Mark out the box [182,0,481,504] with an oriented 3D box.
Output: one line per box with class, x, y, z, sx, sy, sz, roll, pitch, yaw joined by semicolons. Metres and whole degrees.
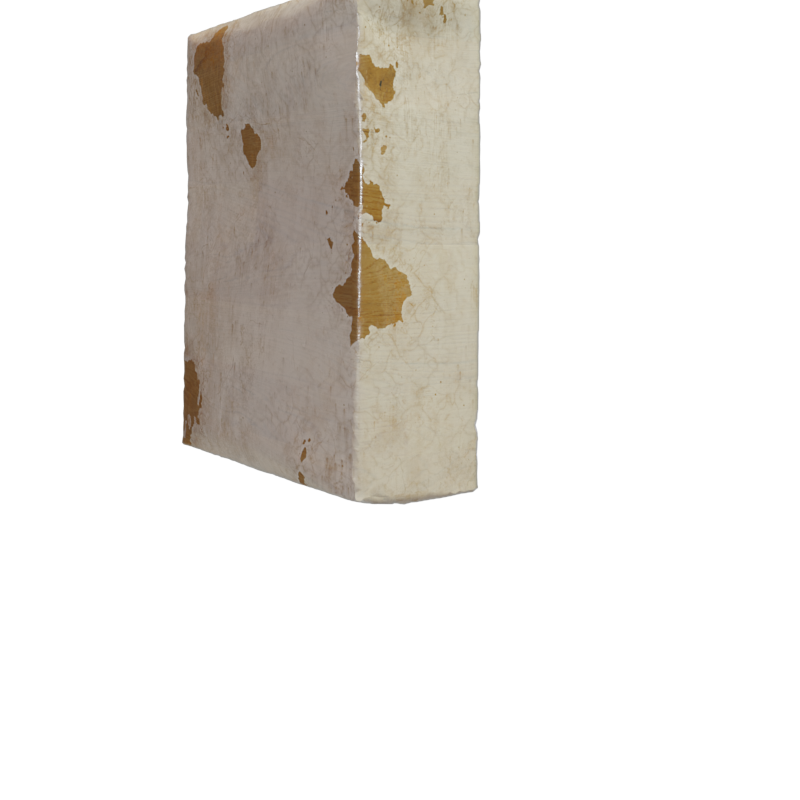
box;-0.040;-0.074;0.517;0.069;0.213;0.171;-1;4;-35
